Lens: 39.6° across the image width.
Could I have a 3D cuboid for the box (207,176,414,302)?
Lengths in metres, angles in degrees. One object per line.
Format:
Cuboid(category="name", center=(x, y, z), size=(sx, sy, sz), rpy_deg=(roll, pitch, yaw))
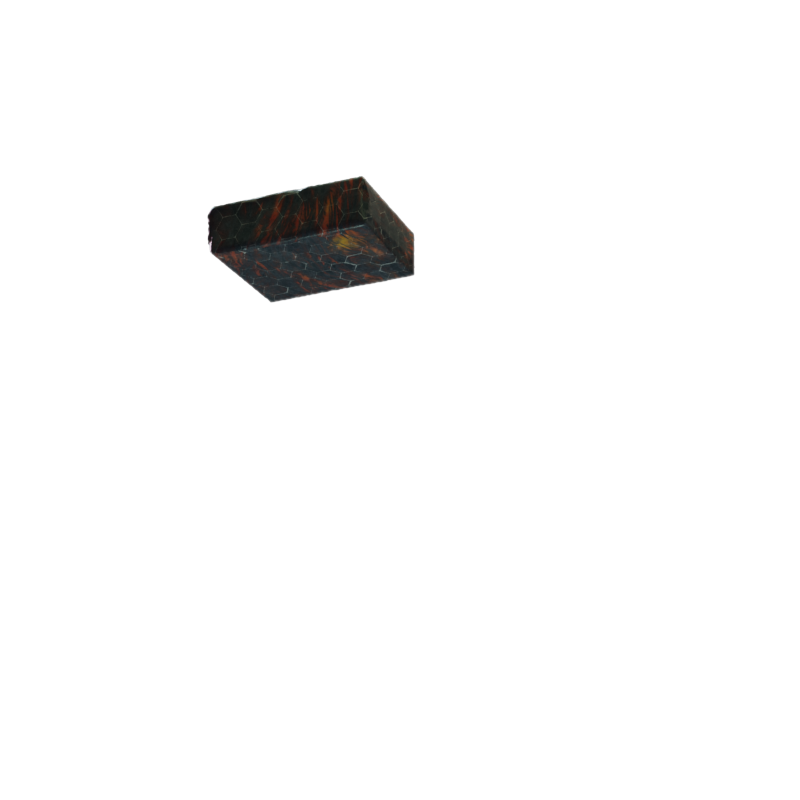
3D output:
Cuboid(category="box", center=(-0.046, -0.083, 0.584), size=(0.091, 0.032, 0.068), rpy_deg=(-8, -20, 21))
